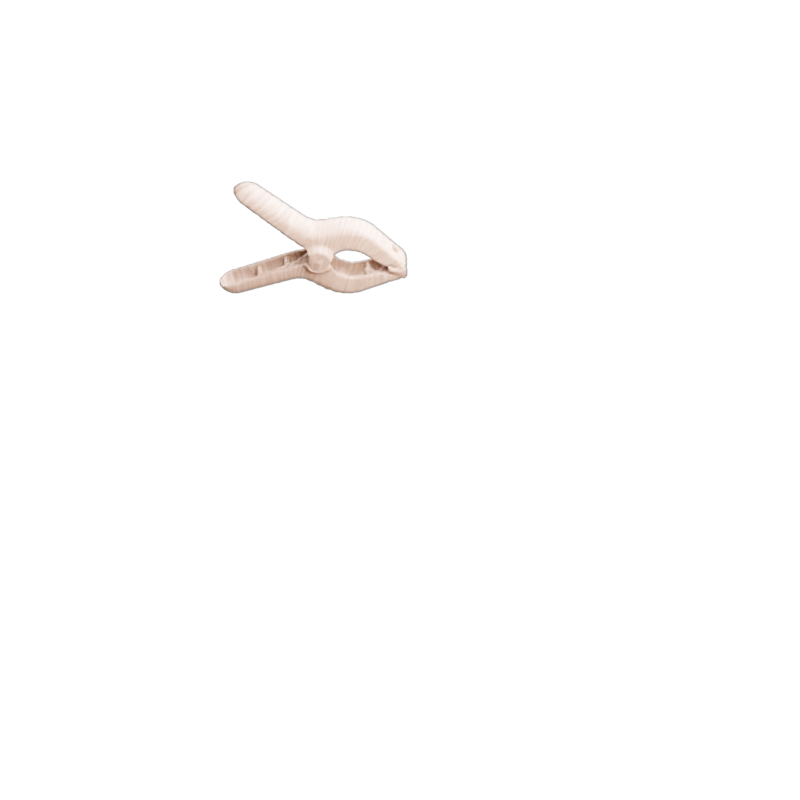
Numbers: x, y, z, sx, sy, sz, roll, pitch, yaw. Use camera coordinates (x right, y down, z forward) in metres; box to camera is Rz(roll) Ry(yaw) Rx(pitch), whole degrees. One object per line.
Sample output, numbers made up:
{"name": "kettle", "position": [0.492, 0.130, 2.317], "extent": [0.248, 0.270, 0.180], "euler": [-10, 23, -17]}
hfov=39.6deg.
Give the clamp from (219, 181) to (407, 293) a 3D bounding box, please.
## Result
{"name": "clamp", "position": [-0.077, -0.141, 0.988], "extent": [0.171, 0.042, 0.112], "euler": [1, -41, -1]}
